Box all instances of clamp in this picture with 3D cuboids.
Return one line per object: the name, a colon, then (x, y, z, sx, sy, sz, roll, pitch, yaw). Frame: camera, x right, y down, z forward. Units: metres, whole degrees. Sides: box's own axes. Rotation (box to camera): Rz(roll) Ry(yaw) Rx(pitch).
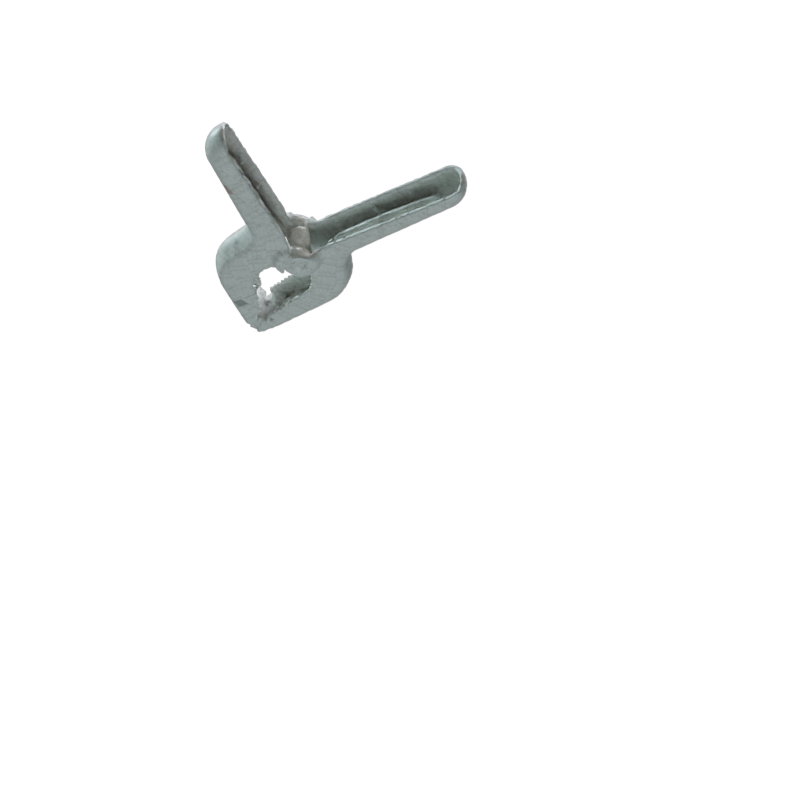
clamp: (-0.058, -0.106, 0.739, 0.162, 0.039, 0.201, 6, -28, -12)
